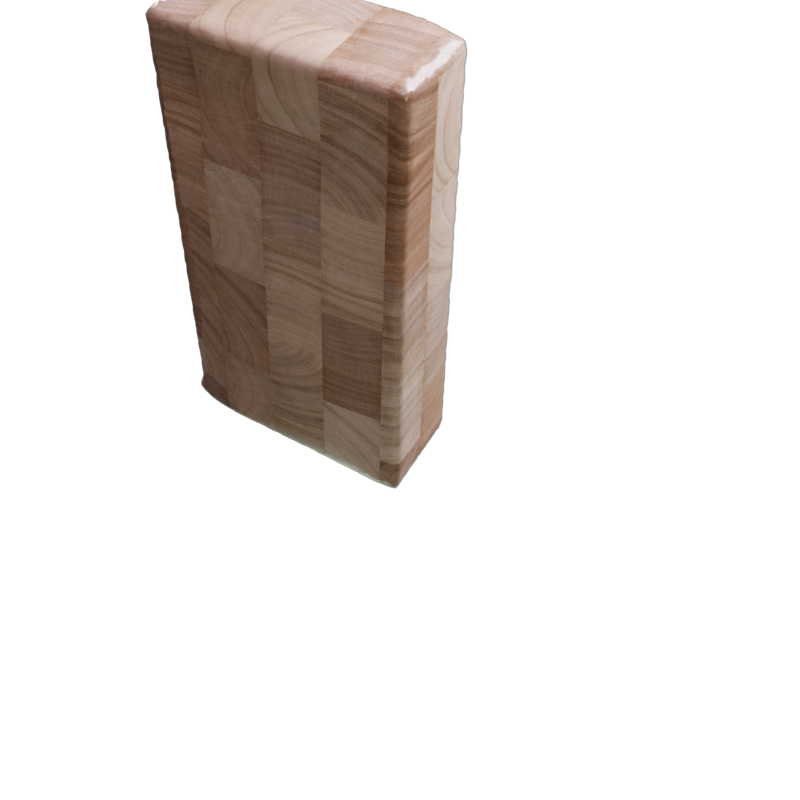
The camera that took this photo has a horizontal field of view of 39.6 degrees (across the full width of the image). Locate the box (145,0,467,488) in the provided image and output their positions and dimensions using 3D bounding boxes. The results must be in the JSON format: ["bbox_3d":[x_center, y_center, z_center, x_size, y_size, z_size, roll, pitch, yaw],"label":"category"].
[{"bbox_3d":[-0.030,-0.055,0.382,0.098,0.164,0.049,25,48,21],"label":"box"}]
